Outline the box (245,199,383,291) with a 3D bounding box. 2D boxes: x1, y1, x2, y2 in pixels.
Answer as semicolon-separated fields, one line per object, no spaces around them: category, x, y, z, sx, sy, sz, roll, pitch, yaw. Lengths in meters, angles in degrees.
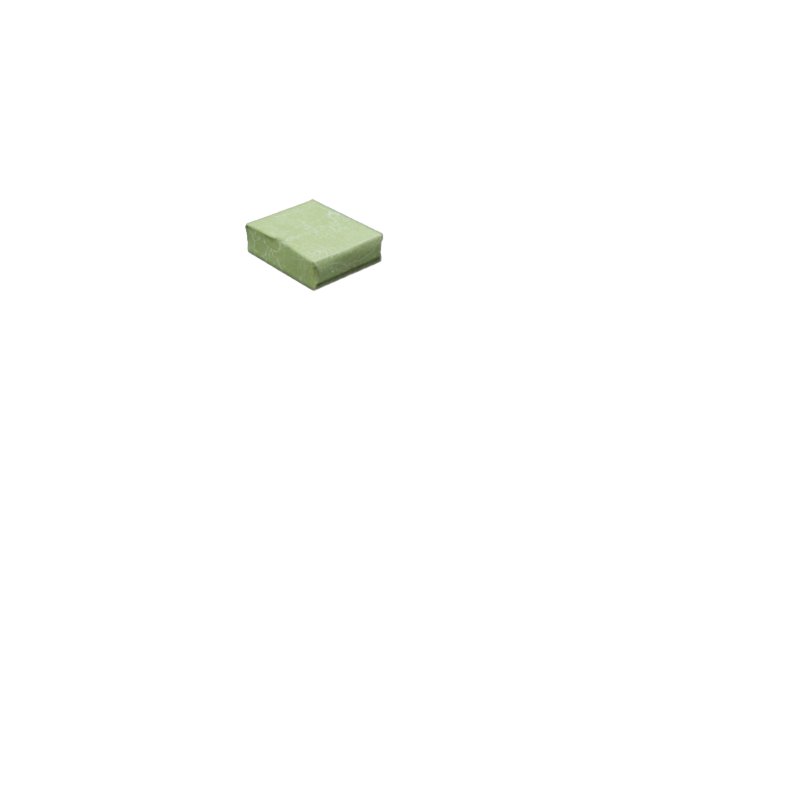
box;-0.070;-0.128;0.897;0.073;0.028;0.096;-26;41;-34
